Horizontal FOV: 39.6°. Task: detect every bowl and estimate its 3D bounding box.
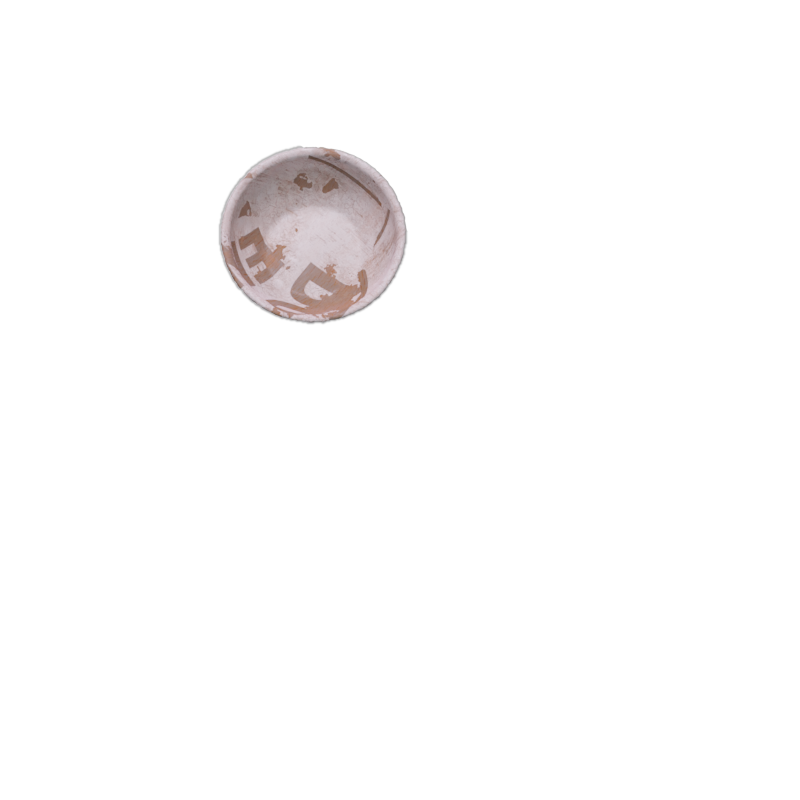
[{"bbox_3d":[-0.077,-0.140,0.982,0.162,0.169,0.053,-1,-18,-1],"label":"bowl"}]
